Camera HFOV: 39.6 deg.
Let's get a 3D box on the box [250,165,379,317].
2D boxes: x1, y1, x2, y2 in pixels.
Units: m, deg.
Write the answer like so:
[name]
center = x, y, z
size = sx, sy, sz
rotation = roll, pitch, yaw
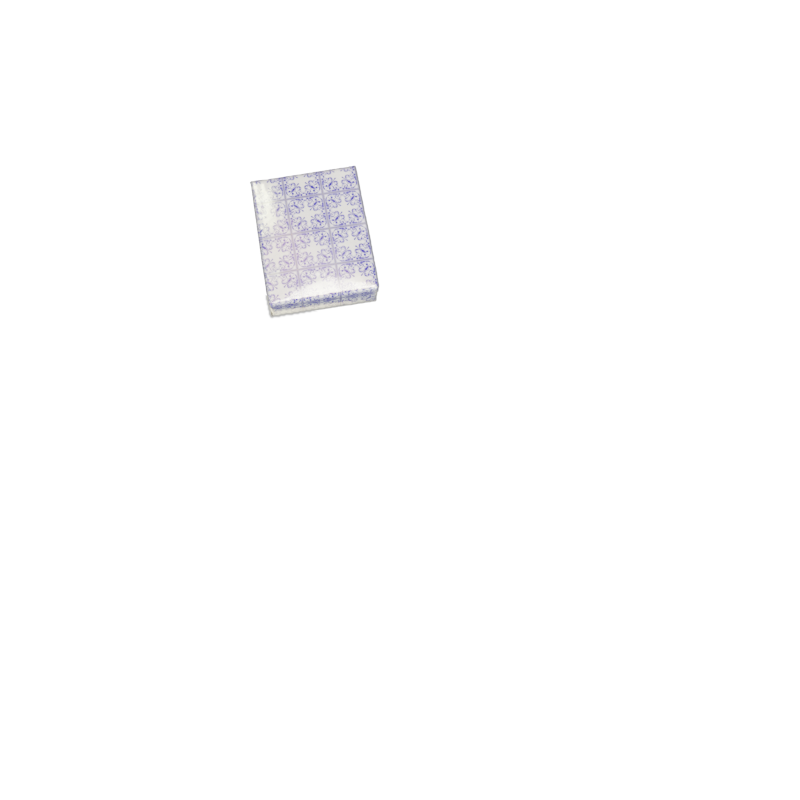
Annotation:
[box]
center = -0.071, -0.130, 0.913
size = 0.089, 0.120, 0.037
rotation = -9, -21, -4
